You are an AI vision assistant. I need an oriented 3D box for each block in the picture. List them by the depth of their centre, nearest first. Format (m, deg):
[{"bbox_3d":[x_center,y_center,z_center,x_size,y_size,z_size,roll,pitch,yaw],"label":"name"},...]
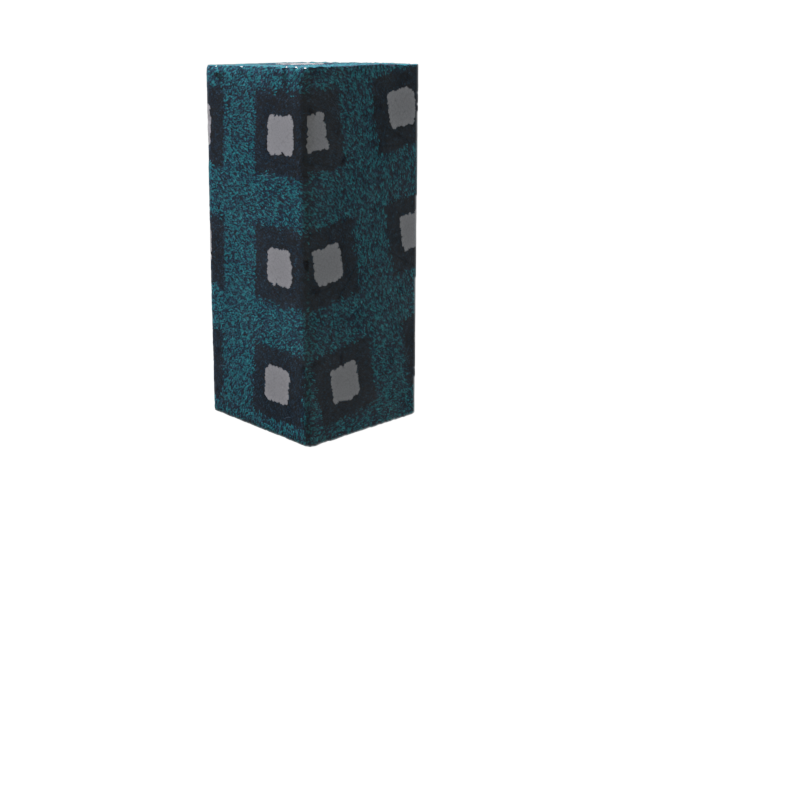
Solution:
[{"bbox_3d":[-0.051,-0.092,0.647,0.088,0.201,0.096,-11,17,-44],"label":"block"}]
